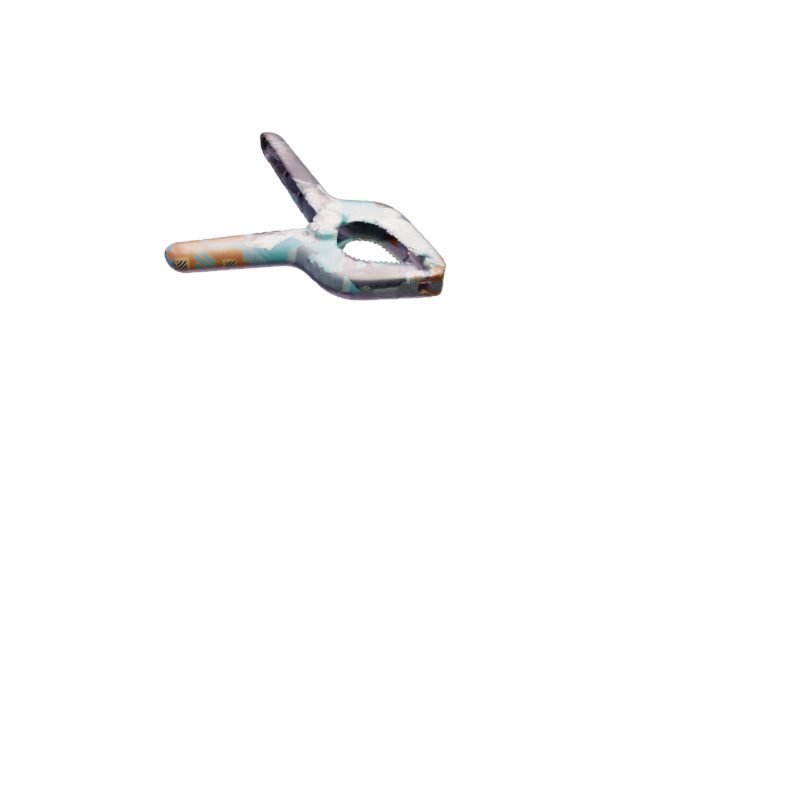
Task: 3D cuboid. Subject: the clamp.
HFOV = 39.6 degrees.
[{"bbox_3d":[-0.068,-0.124,0.871,0.220,0.169,0.034,27,-34,20],"label":"clamp"}]
